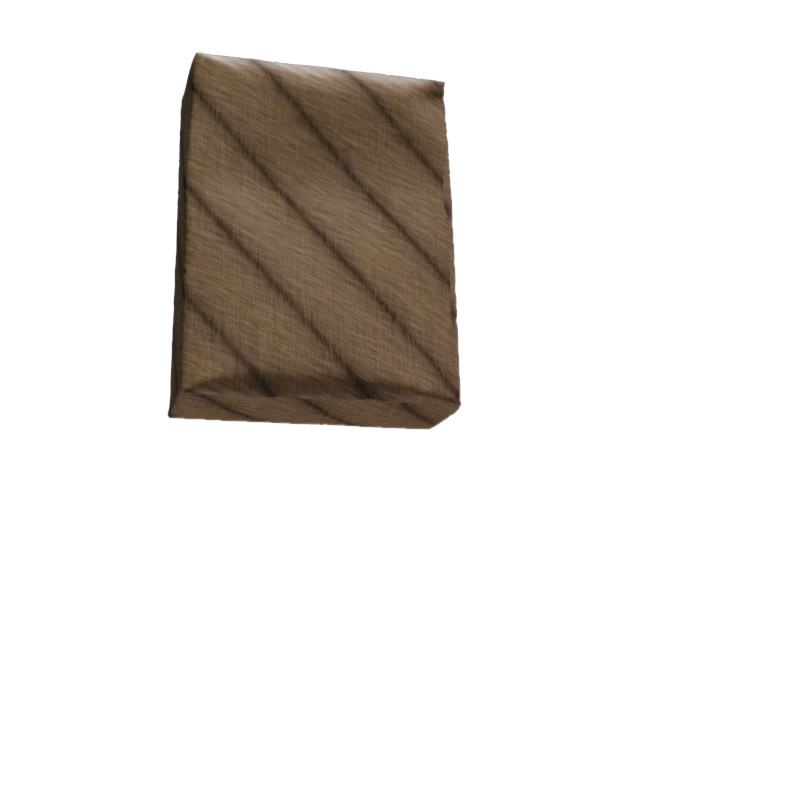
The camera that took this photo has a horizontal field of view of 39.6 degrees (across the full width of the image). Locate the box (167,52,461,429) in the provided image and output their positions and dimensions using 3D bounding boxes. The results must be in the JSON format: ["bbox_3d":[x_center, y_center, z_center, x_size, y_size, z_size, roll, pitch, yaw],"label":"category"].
[{"bbox_3d":[-0.052,-0.096,0.670,0.161,0.224,0.070,3,-20,-13],"label":"box"}]
